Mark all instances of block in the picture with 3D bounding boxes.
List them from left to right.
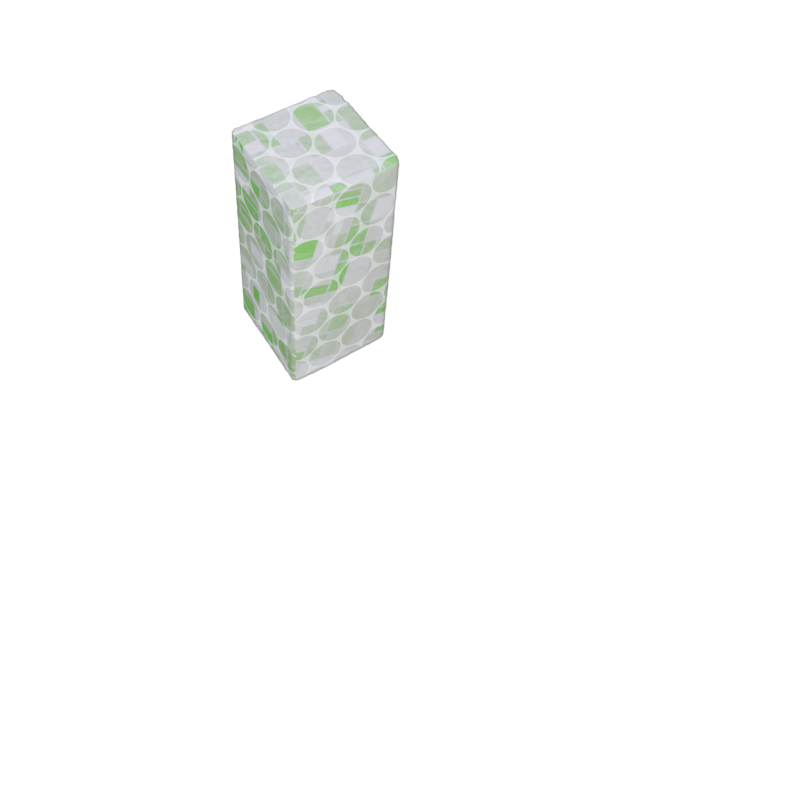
[{"bbox_3d":[-0.066,-0.121,0.849,0.090,0.097,0.193,-26,-30,-21],"label":"block"}]
